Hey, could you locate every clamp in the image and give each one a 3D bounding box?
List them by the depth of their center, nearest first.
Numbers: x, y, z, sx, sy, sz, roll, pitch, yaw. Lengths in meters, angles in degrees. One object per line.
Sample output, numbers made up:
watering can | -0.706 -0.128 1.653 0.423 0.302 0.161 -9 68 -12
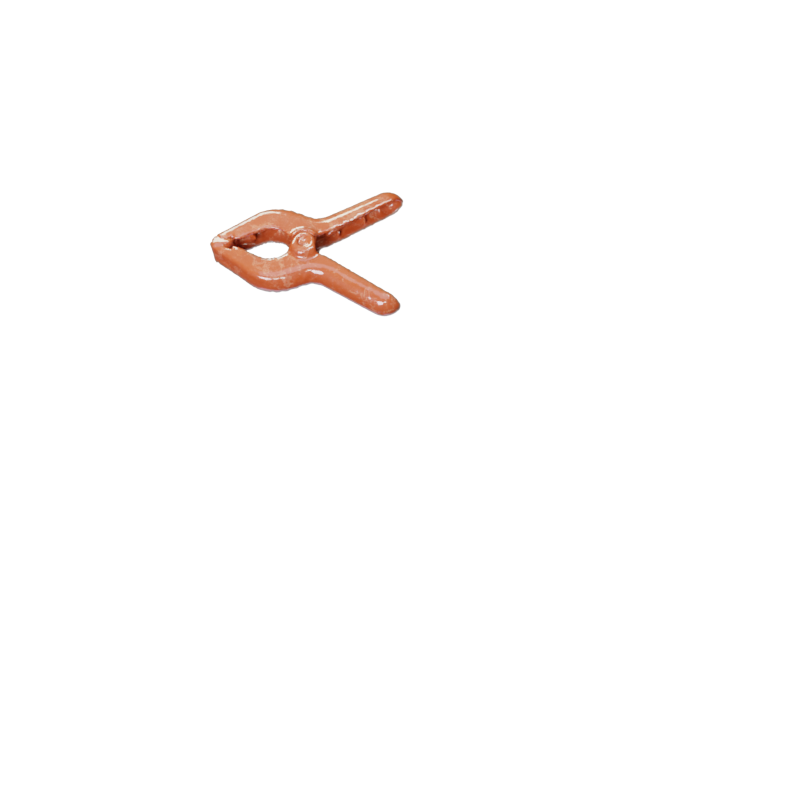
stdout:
clamp | -0.076 -0.138 0.969 0.174 0.127 0.037 10 -35 7
